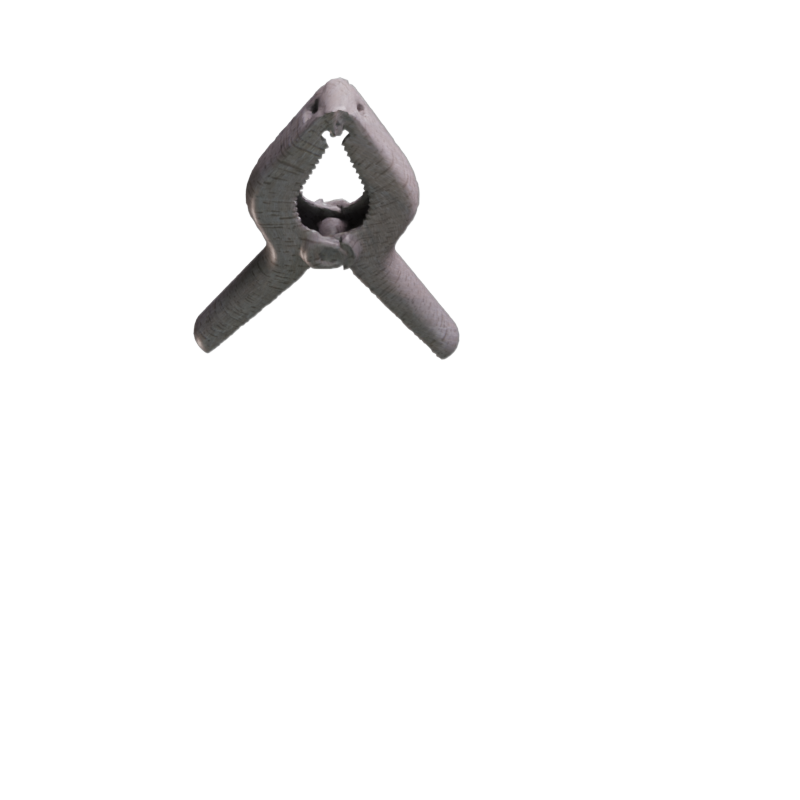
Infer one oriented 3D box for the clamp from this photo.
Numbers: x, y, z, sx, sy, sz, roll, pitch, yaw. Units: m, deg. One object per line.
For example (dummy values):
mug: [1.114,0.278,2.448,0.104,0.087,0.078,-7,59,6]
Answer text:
clamp: [-0.050,-0.090,0.633,0.165,0.039,0.195,-3,-40,3]
